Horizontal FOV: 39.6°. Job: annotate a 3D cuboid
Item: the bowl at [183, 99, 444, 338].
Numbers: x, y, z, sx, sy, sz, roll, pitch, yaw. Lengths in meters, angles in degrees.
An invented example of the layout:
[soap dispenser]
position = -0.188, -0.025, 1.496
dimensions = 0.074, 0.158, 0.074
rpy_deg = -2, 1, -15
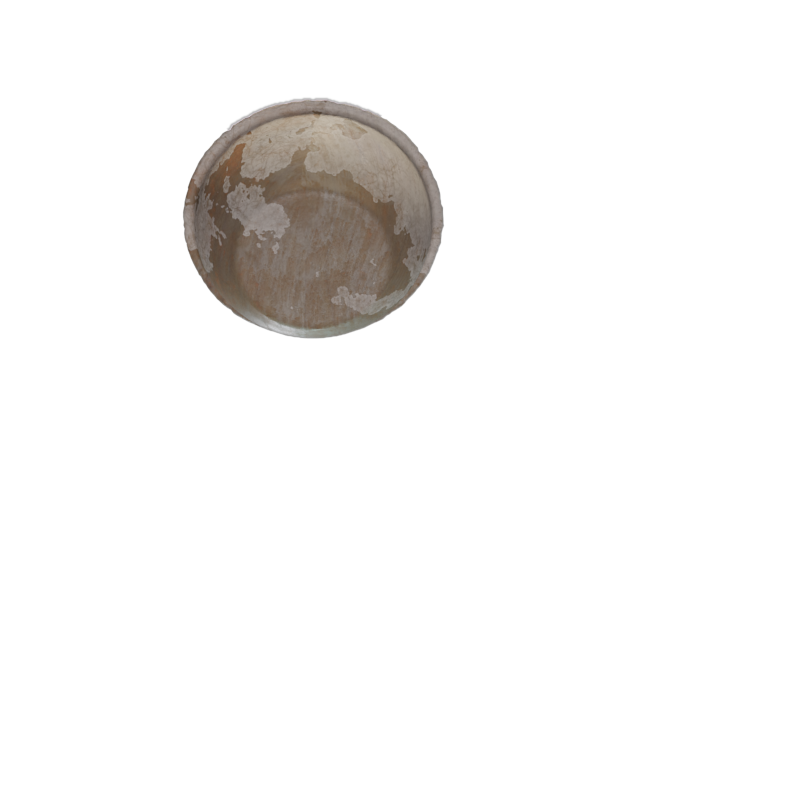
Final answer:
[bowl]
position = -0.052, -0.095, 0.666
dimensions = 0.162, 0.153, 0.058
rpy_deg = 1, 28, -1
